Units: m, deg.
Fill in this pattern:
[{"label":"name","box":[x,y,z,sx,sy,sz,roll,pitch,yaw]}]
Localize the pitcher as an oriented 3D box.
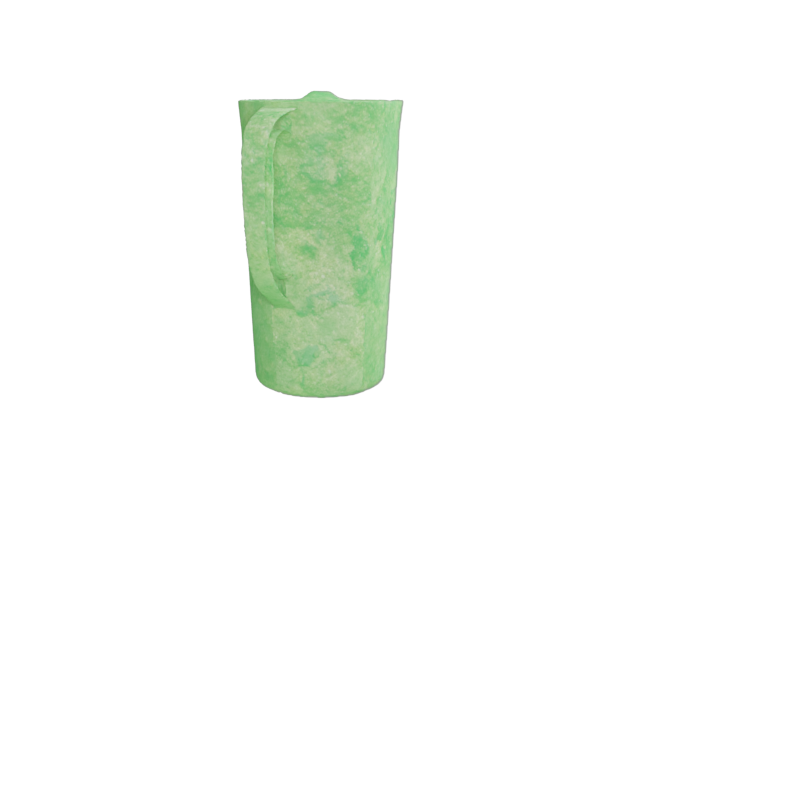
[{"label":"pitcher","box":[-0.071,-0.129,0.901,0.146,0.238,0.151,-3,10,-20]}]
